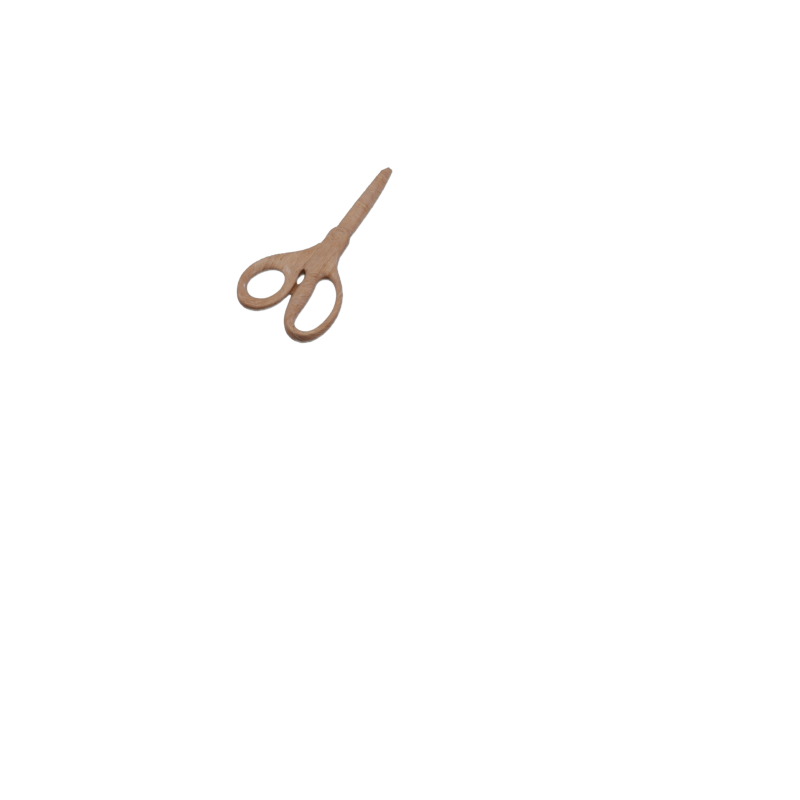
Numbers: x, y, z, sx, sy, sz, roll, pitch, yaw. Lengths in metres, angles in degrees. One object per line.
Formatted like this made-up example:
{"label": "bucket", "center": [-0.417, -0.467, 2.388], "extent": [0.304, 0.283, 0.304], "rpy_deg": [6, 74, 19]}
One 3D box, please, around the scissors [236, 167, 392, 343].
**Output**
{"label": "scissors", "center": [-0.073, -0.134, 0.936], "extent": [0.097, 0.213, 0.015], "rpy_deg": [9, -37, 7]}
